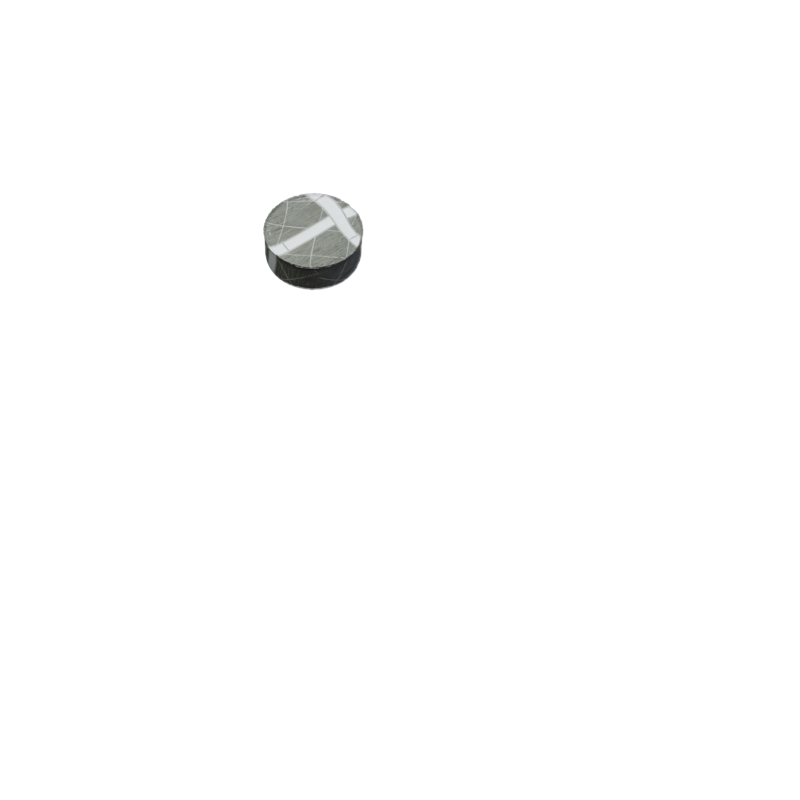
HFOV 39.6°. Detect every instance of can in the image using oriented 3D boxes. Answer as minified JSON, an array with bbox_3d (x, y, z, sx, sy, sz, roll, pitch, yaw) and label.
[{"bbox_3d":[-0.075,-0.137,0.961,0.086,0.092,0.031,-1,-38,-1],"label":"can"}]
